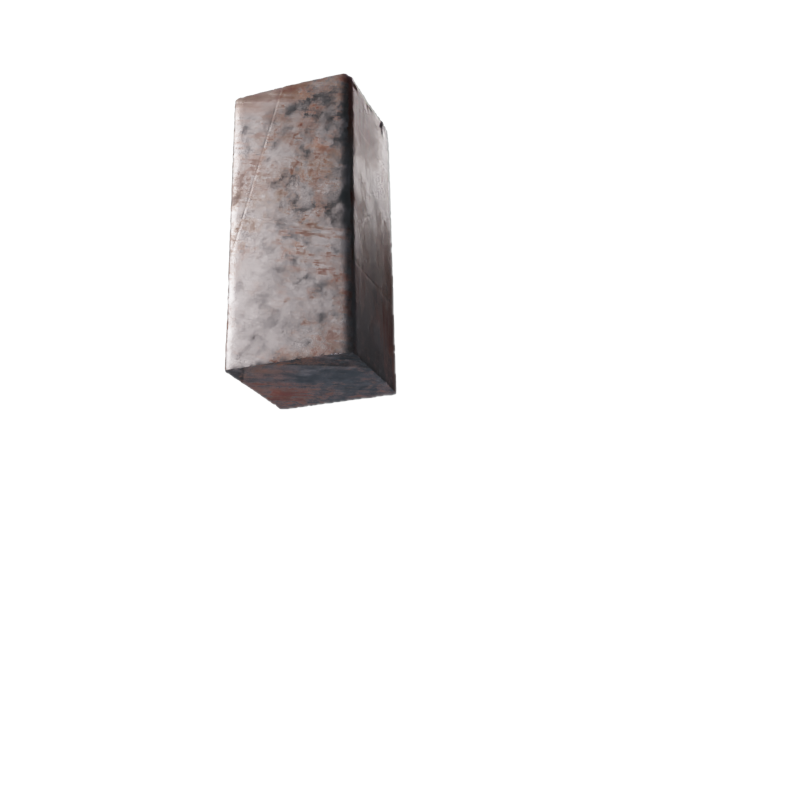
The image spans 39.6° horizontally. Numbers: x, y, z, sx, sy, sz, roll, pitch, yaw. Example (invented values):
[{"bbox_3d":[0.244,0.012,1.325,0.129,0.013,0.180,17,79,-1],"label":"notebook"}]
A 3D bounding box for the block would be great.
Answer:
[{"bbox_3d":[-0.060,-0.110,0.771,0.091,0.218,0.084,-10,-25,18],"label":"block"}]
